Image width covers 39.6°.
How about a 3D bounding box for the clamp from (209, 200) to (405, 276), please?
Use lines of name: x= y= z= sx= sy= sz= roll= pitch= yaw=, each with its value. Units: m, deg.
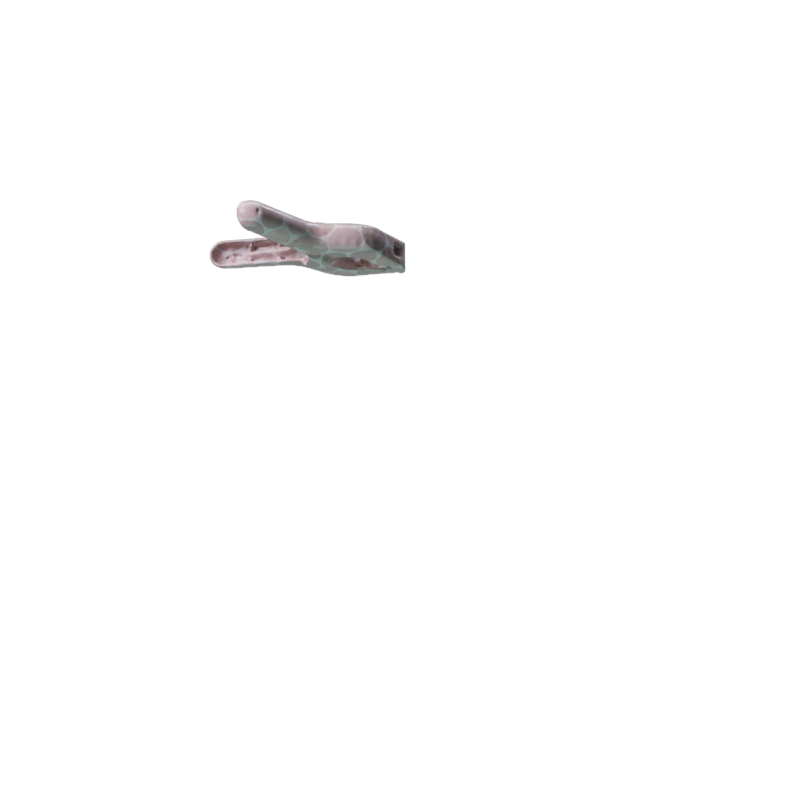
clamp: x=-0.074 y=-0.135 z=0.947 sx=0.169 sy=0.040 sz=0.118 roll=1 pitch=-8 yaw=-9
